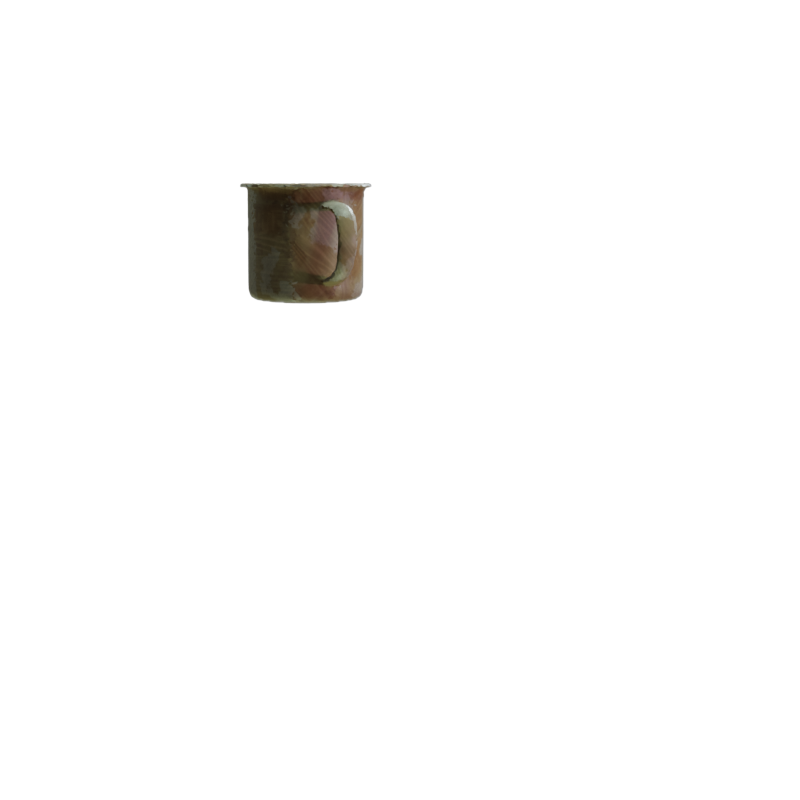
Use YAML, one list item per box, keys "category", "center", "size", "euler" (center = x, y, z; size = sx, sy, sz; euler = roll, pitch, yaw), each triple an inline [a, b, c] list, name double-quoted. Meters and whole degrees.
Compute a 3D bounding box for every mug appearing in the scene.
- category: "mug"
  center: [-0.061, -0.110, 0.773]
  size: [0.090, 0.081, 0.122]
  euler: [-4, 9, -29]
